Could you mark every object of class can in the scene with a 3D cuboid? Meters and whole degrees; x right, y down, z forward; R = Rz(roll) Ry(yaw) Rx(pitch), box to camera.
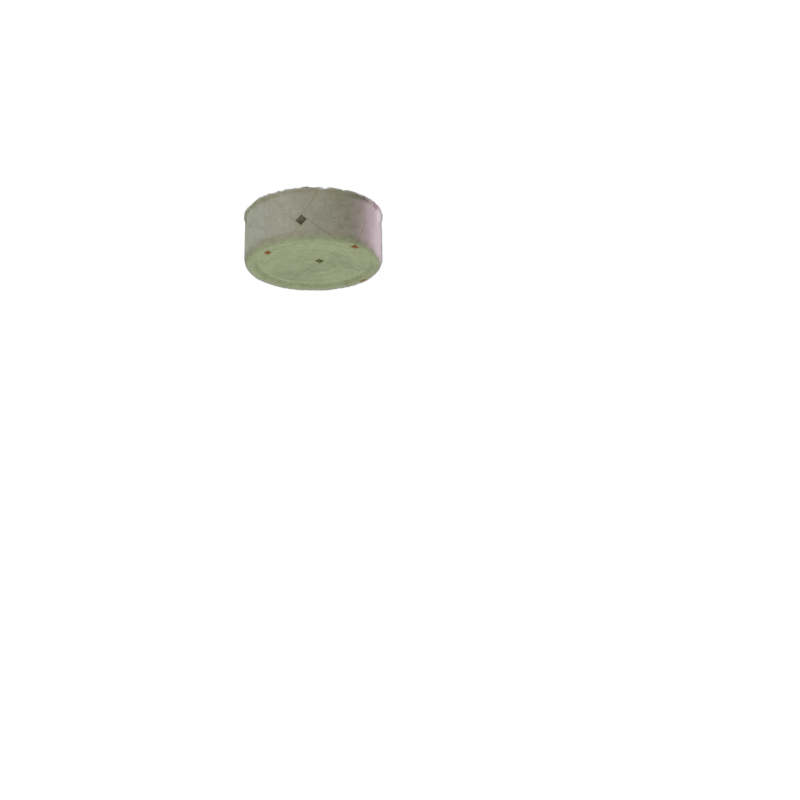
[{"bbox_3d":[-0.053,-0.097,0.679,0.086,0.035,0.082,0,-18,-2],"label":"can"}]
